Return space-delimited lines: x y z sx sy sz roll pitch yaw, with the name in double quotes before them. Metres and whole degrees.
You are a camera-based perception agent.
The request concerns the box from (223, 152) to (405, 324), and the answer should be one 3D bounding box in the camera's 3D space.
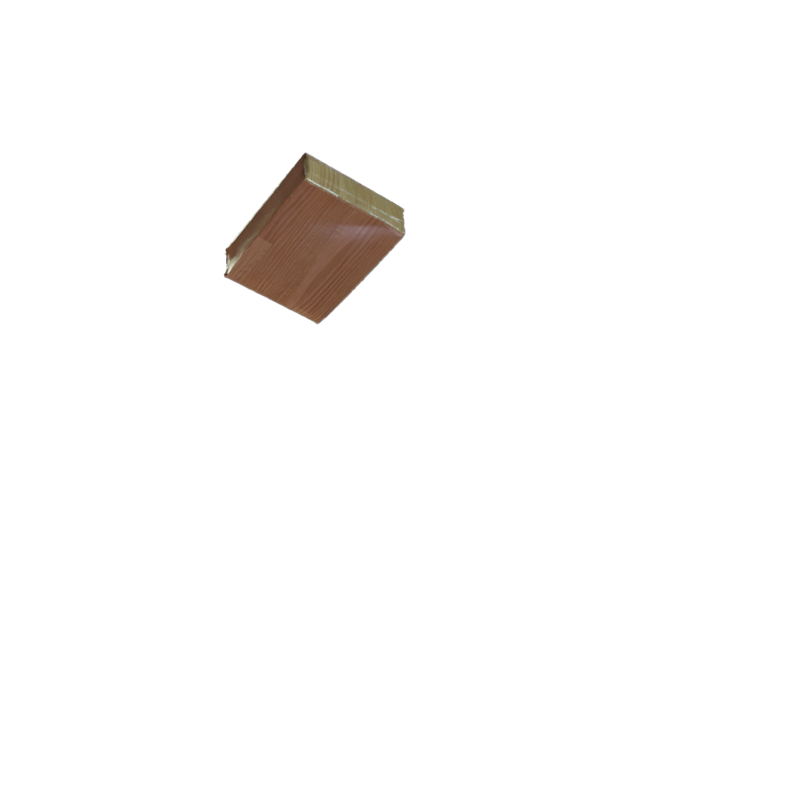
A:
"box" -0.064 -0.117 0.821 0.086 0.042 0.111 29 -56 -23
